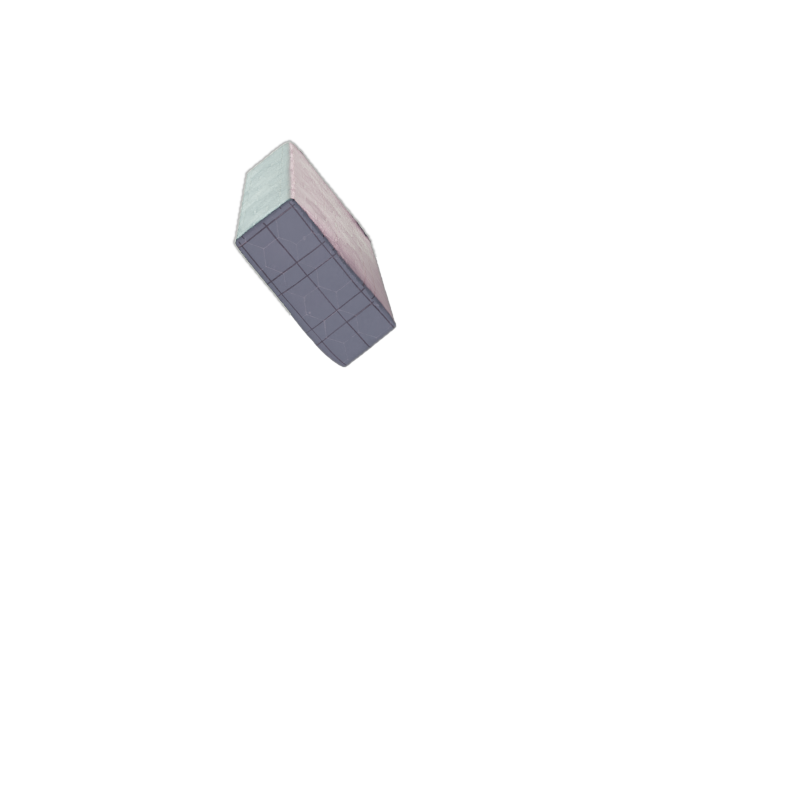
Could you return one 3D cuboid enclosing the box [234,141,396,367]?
[{"bbox_3d":[-0.052,-0.095,0.660,0.048,0.089,0.185,-36,20,11],"label":"box"}]
